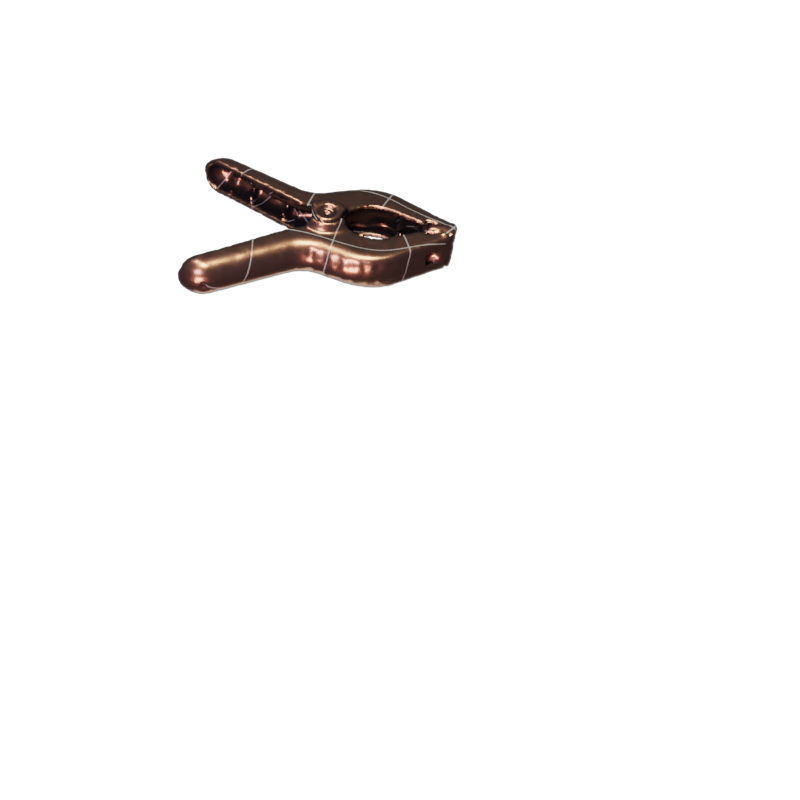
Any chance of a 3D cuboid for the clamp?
[{"bbox_3d":[-0.054,-0.098,0.689,0.174,0.127,0.036,9,-41,8],"label":"clamp"}]
